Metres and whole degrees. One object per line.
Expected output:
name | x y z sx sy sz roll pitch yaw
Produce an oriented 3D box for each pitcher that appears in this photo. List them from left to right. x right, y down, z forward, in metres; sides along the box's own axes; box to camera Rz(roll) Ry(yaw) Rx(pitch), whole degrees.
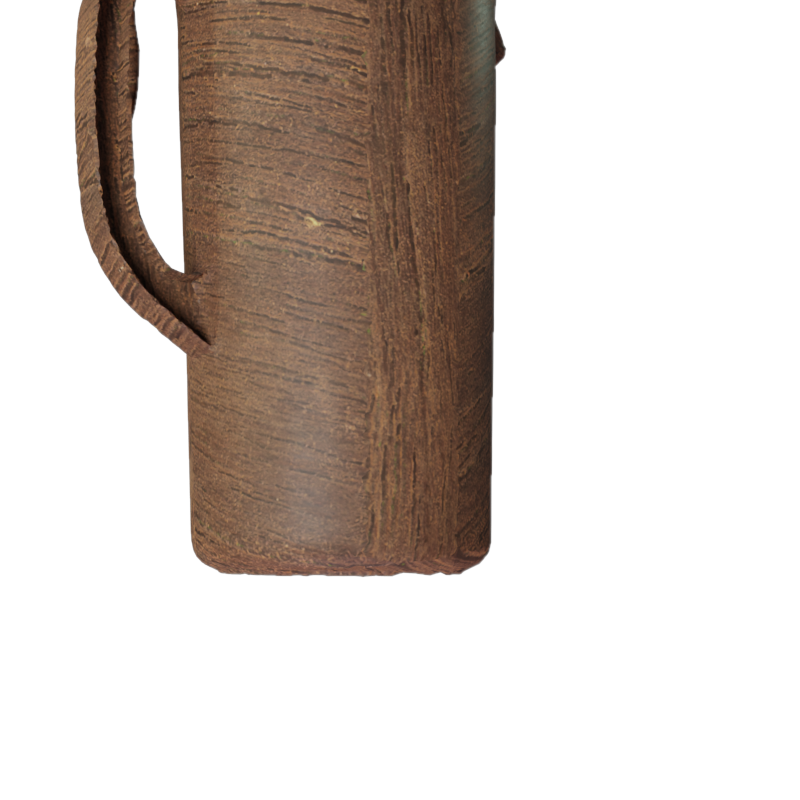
pitcher | -0.033 -0.060 0.423 0.151 0.251 0.138 -3 -13 11
